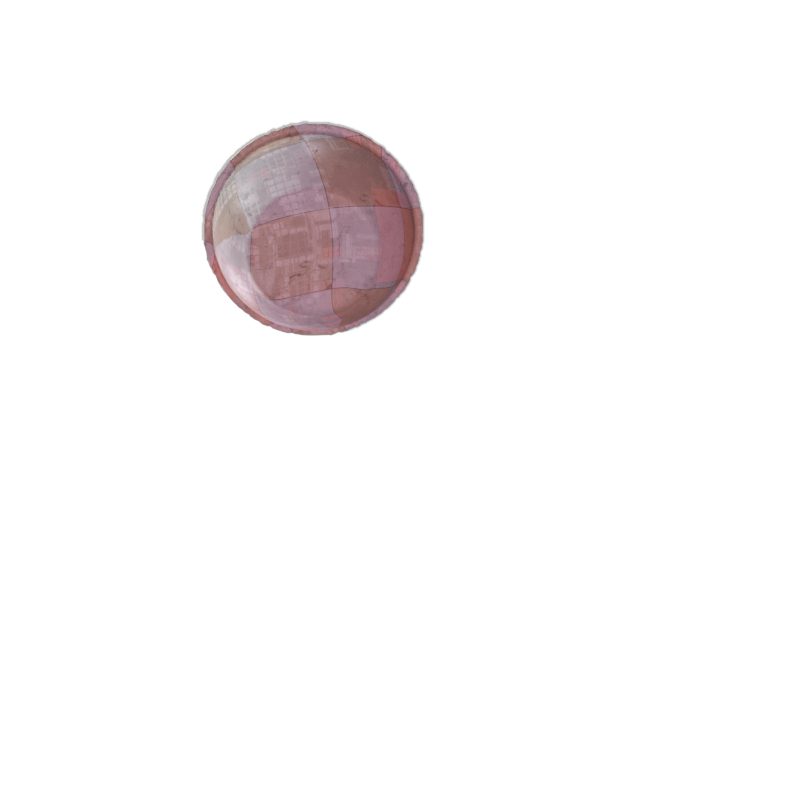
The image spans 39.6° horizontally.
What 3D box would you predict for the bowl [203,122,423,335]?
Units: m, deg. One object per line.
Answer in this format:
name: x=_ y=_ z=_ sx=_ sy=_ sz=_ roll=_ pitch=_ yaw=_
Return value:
bowl: x=-0.062 y=-0.112 z=0.786 sx=0.162 sy=0.156 sz=0.057 roll=0 pitch=17 yaw=-1
